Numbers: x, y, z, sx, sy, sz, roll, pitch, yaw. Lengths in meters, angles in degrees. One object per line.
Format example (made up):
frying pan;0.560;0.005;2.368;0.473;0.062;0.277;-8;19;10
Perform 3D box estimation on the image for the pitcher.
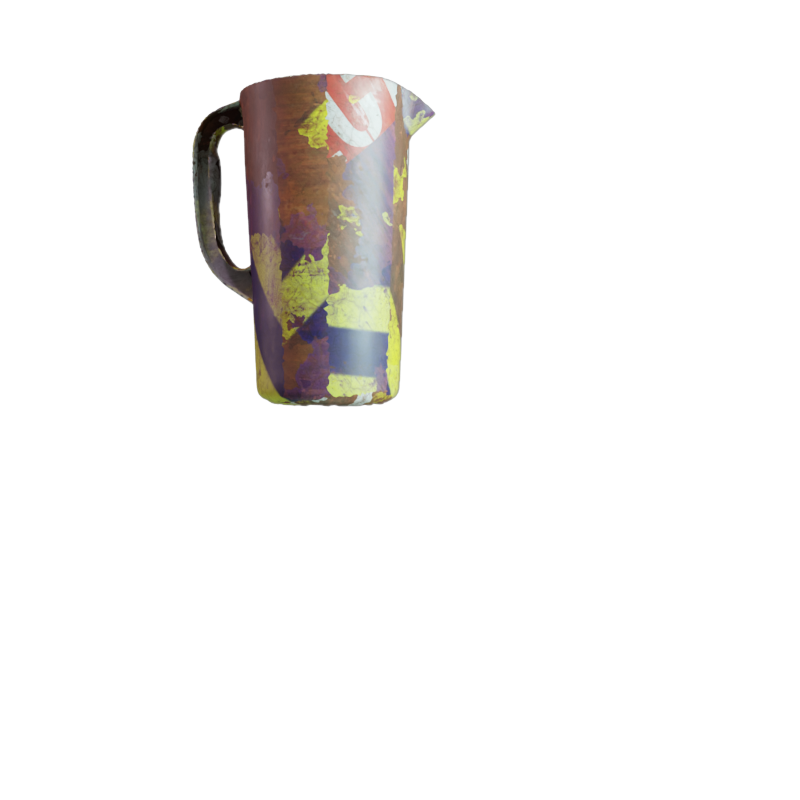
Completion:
pitcher;-0.066;-0.121;0.846;0.139;0.245;0.154;1;-3;-36
